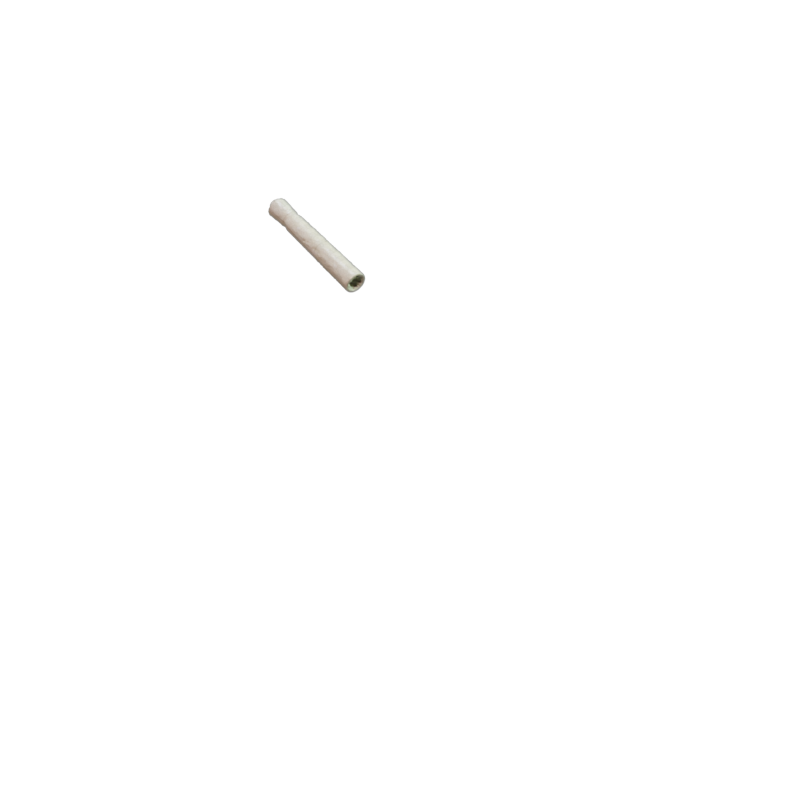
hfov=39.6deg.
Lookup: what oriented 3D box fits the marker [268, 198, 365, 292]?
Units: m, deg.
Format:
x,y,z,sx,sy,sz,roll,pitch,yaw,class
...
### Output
x,y,z,sx,sy,sz,roll,pitch,yaw,class
-0.071,-0.129,0.906,0.019,0.019,0.130,-3,37,-42,marker
